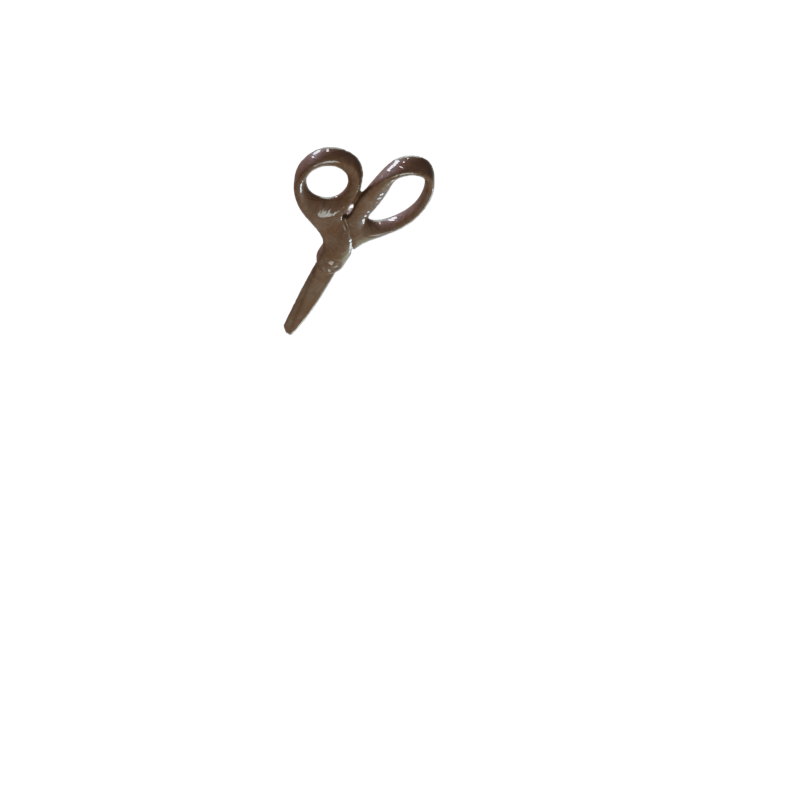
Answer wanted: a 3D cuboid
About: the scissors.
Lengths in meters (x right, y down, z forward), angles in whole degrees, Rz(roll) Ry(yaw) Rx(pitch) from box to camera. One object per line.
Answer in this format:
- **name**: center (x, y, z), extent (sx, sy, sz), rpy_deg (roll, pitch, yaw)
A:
- **scissors**: center (-0.058, -0.106, 0.740), extent (0.091, 0.017, 0.199), rpy_deg (23, -40, -31)
